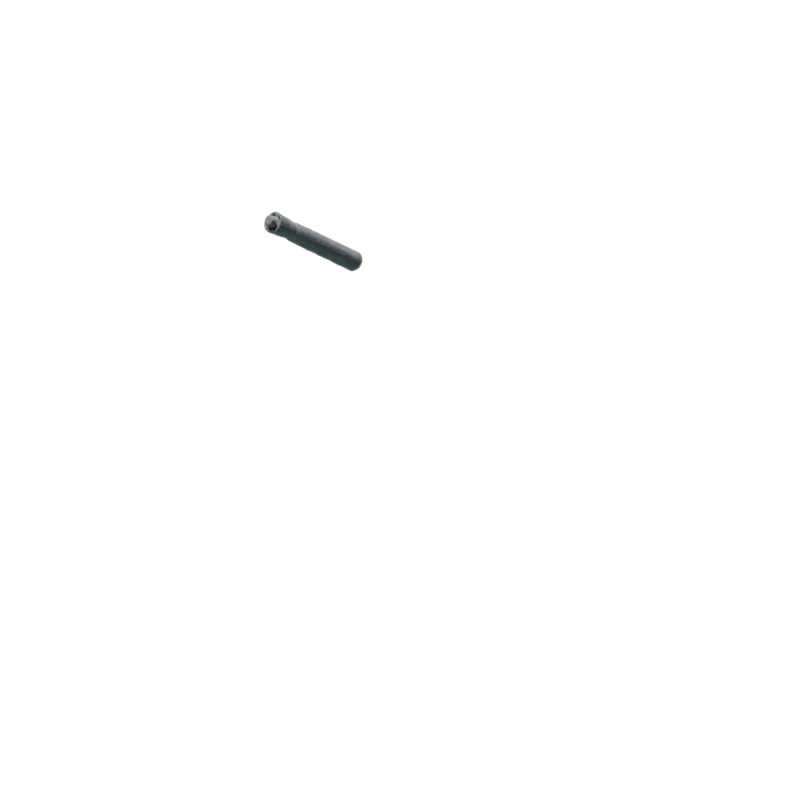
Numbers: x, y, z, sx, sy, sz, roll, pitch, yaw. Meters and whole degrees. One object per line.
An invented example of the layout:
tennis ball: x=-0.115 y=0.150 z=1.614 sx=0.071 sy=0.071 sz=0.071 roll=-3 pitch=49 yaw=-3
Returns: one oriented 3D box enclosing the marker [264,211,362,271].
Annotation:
marker: x=-0.076 y=-0.138 z=0.966 sx=0.021 sy=0.020 sz=0.113 roll=3 pitch=-10 yaw=39
